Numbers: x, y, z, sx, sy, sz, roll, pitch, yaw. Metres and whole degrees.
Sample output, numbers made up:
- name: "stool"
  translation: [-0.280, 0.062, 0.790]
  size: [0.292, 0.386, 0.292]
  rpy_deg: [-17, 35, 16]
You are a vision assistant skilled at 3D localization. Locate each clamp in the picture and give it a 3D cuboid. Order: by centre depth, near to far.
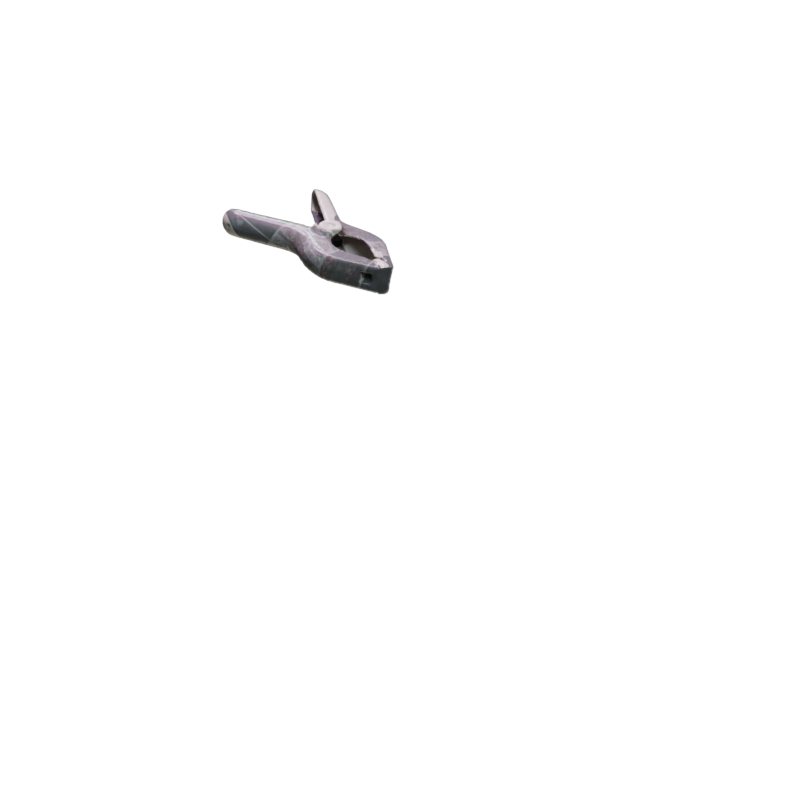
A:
- name: "clamp"
  translation: [-0.078, -0.143, 0.999]
  size: [0.118, 0.037, 0.185]
  rpy_deg: [-19, 38, -27]
